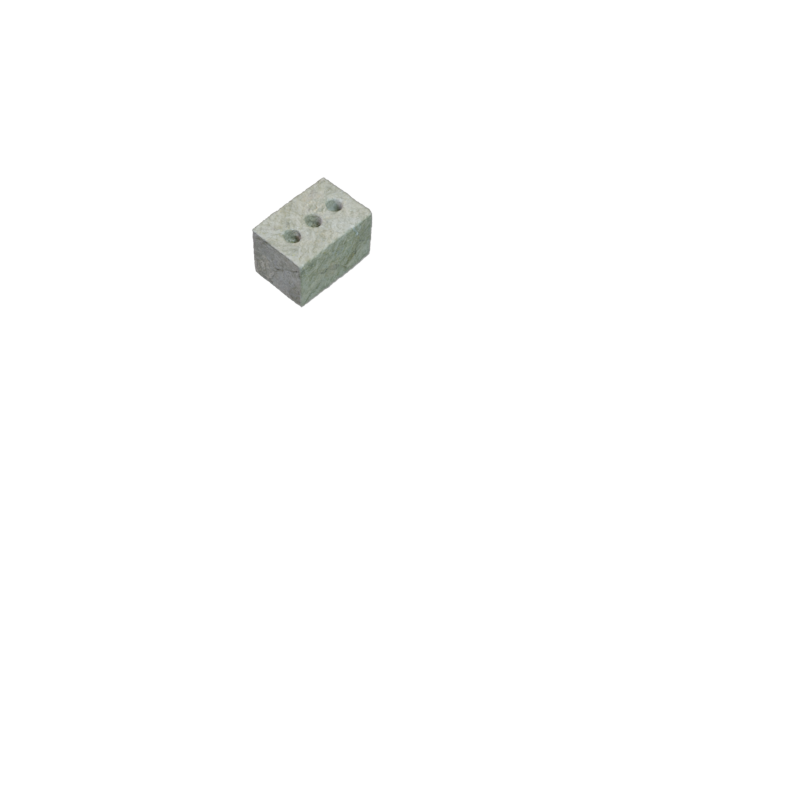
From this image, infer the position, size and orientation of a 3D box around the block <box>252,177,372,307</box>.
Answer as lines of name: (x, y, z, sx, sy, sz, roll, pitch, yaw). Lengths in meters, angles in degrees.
block: (-0.065, -0.119, 0.836, 0.056, 0.048, 0.079, 37, 61, 23)
